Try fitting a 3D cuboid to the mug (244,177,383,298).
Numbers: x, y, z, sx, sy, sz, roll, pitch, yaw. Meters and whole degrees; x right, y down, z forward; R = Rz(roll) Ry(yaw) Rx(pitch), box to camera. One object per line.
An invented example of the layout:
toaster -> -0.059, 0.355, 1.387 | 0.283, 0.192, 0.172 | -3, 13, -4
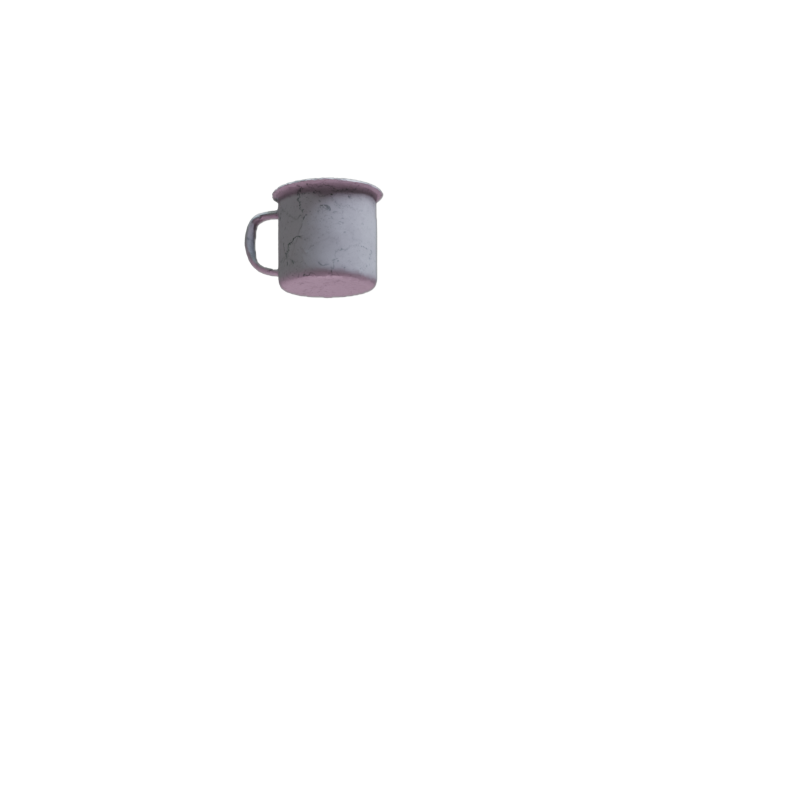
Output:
mug -> -0.072, -0.131, 0.919 | 0.118, 0.084, 0.090 | -2, -10, 7
